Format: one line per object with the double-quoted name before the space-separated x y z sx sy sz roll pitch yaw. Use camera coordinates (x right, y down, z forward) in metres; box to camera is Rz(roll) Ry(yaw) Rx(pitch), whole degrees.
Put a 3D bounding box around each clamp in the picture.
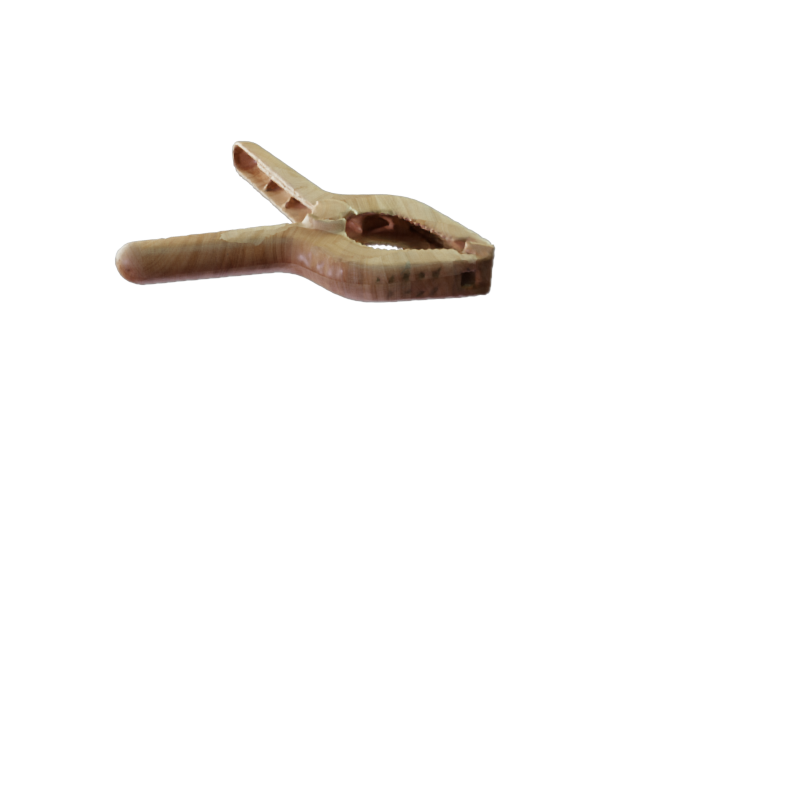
"clamp" -0.051 -0.094 0.658 0.219 0.034 0.169 18 41 22
